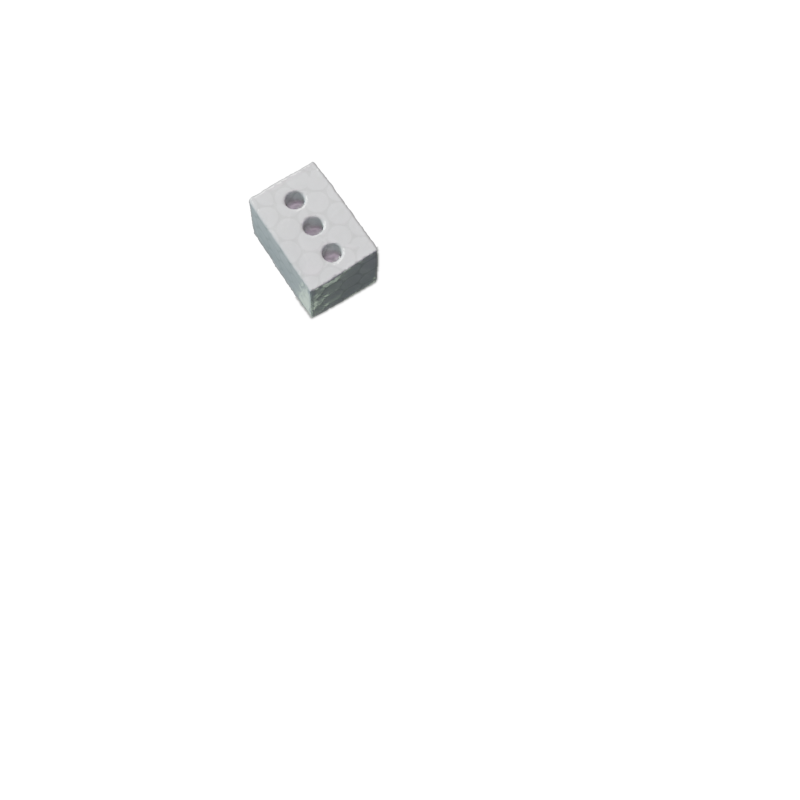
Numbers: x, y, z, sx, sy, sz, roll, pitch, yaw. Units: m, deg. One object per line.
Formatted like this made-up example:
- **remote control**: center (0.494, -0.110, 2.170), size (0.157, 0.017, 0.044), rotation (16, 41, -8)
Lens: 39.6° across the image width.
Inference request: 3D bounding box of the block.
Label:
- **block**: center (-0.057, -0.104, 0.726), size (0.053, 0.082, 0.049), rotation (-32, -17, -13)
